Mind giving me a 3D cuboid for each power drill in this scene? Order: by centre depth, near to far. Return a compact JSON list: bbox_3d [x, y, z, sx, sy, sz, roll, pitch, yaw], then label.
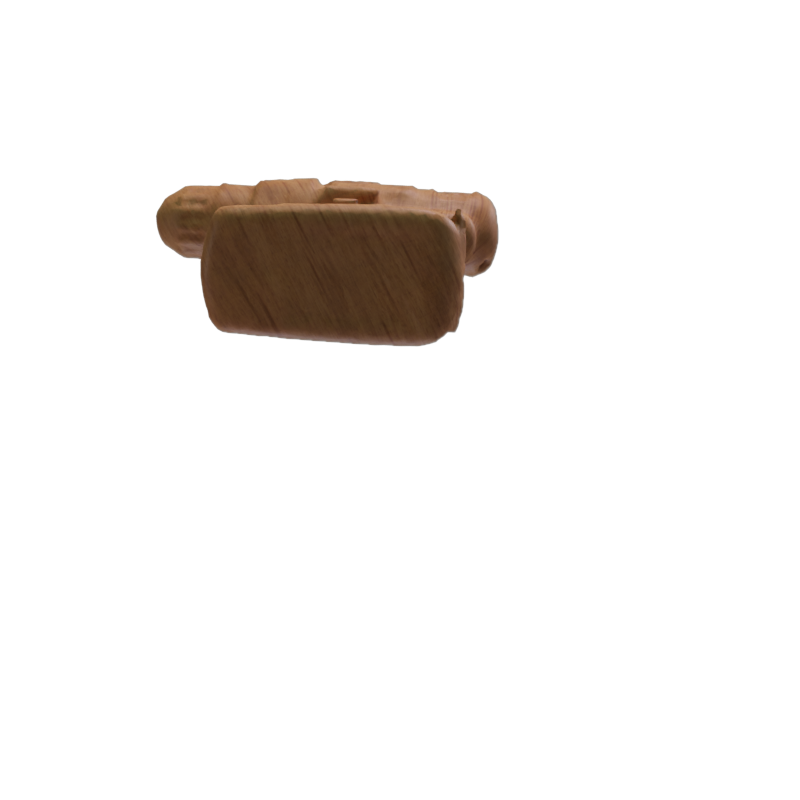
[{"bbox_3d":[-0.042,-0.076,0.531,0.185,0.056,0.192,1,16,3],"label":"power drill"}]
